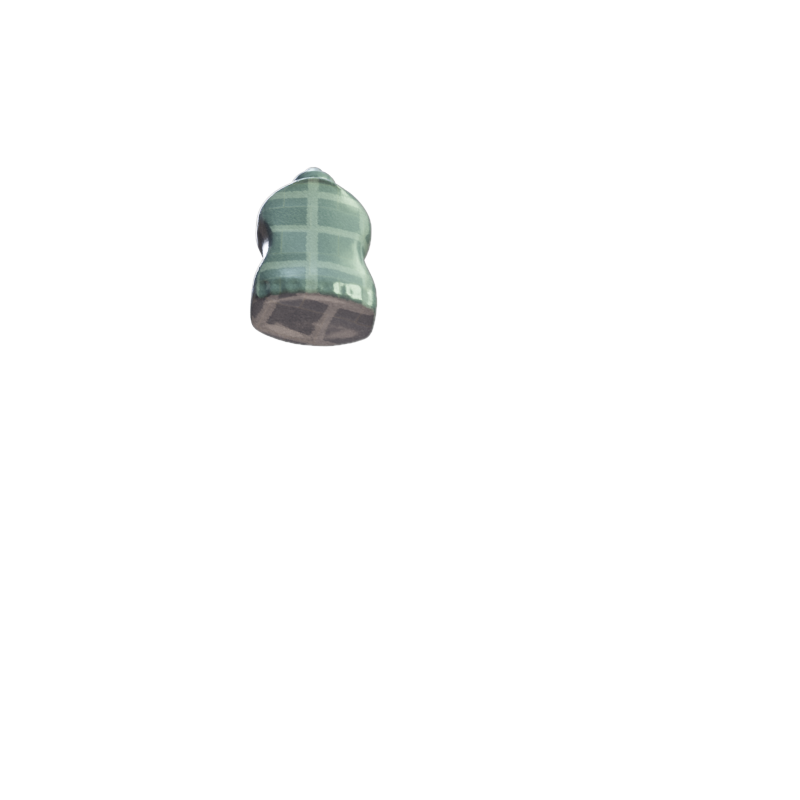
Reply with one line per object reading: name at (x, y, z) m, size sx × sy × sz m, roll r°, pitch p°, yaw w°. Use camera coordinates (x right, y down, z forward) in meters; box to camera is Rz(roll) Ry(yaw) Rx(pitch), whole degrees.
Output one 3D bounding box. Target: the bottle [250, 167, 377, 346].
bottle at (-0.071, -0.129, 0.909) m, size 0.095 × 0.055 × 0.206 m, roll 2°, pitch 44°, yaw -5°
